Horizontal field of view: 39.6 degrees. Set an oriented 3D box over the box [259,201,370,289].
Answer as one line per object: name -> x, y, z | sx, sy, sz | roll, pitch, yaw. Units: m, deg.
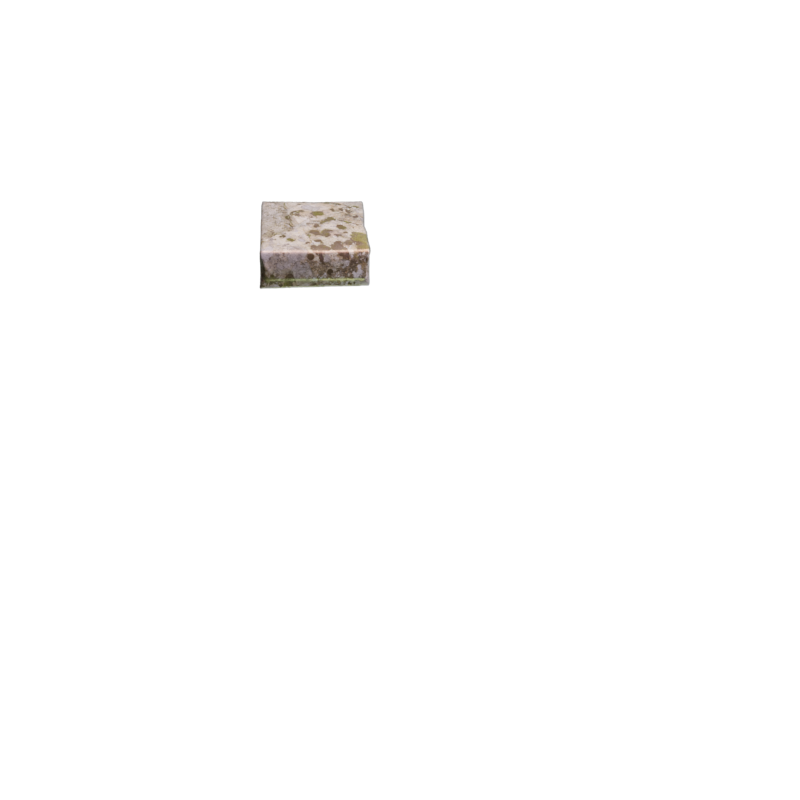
box -> -0.059, -0.108, 0.759 | 0.073, 0.028, 0.095 | -1, 30, -3
